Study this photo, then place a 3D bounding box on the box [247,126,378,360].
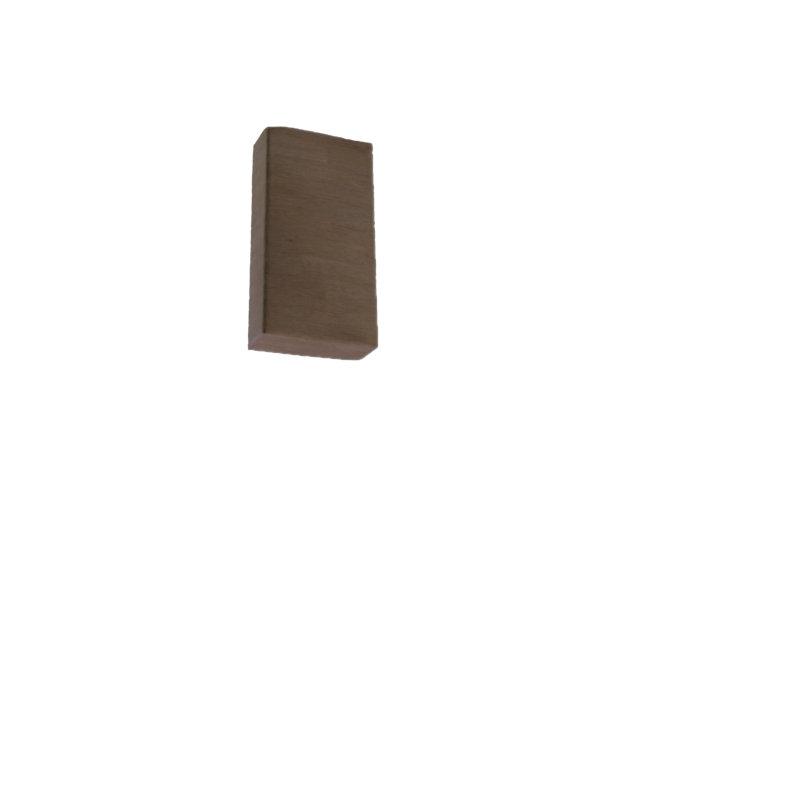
[{"bbox_3d":[-0.067,-0.122,0.855,0.091,0.185,0.047,6,-23,-20],"label":"box"}]
